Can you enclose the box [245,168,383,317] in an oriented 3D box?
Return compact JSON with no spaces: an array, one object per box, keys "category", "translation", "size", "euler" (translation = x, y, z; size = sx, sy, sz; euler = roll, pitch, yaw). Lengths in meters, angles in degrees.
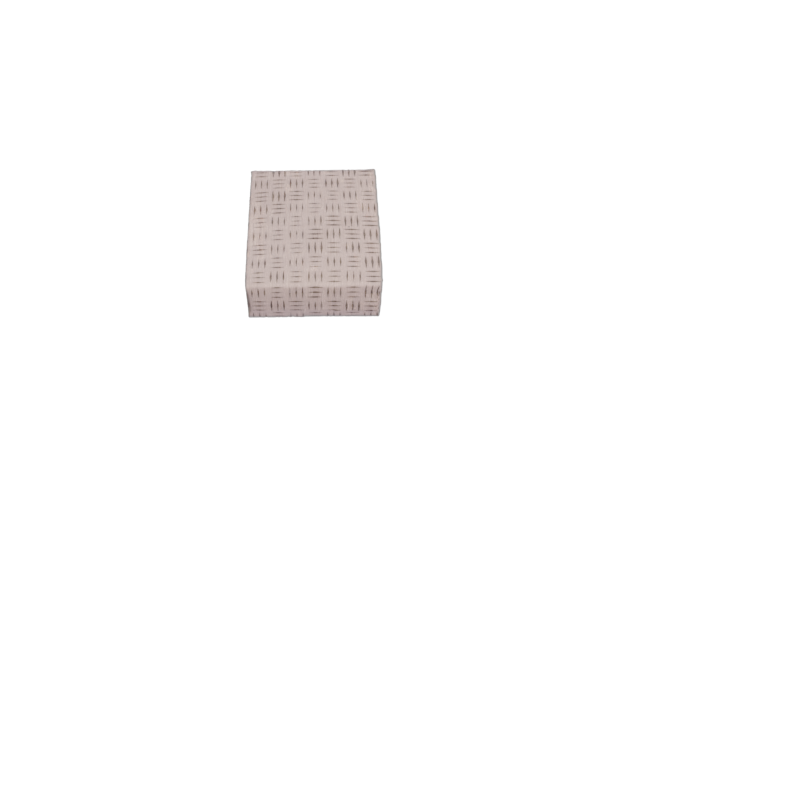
[{"category":"box","translation":[-0.060,-0.109,0.762],"size":[0.090,0.122,0.036],"euler":[-1,-41,-2]}]
